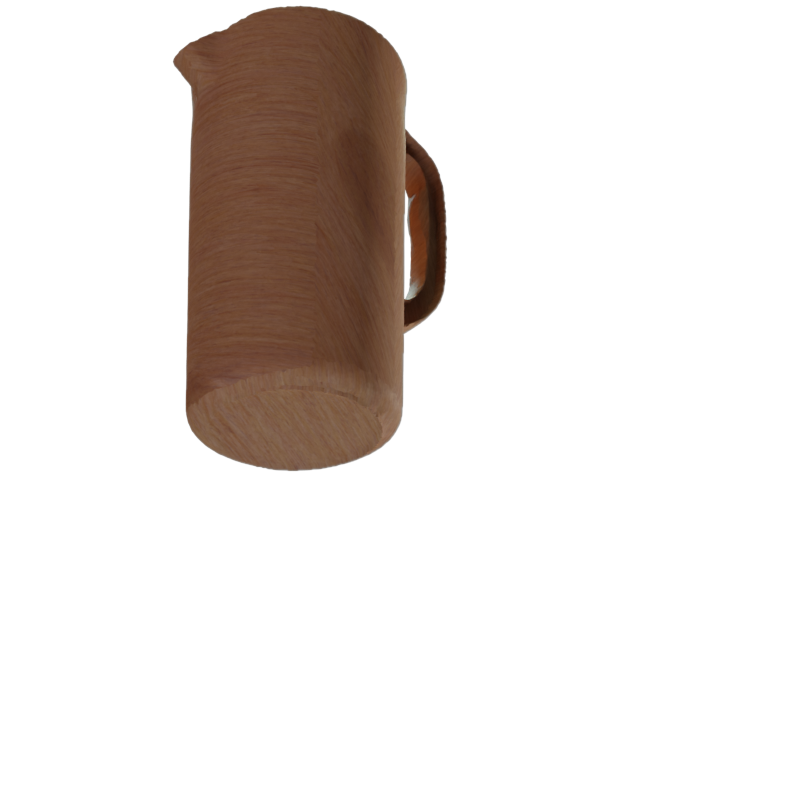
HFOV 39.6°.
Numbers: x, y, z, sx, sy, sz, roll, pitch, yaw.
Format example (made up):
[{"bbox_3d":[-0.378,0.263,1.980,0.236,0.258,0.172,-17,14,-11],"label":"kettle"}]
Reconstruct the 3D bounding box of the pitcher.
[{"bbox_3d":[-0.049,-0.088,0.620,0.150,0.260,0.134,-5,-33,5],"label":"pitcher"}]
